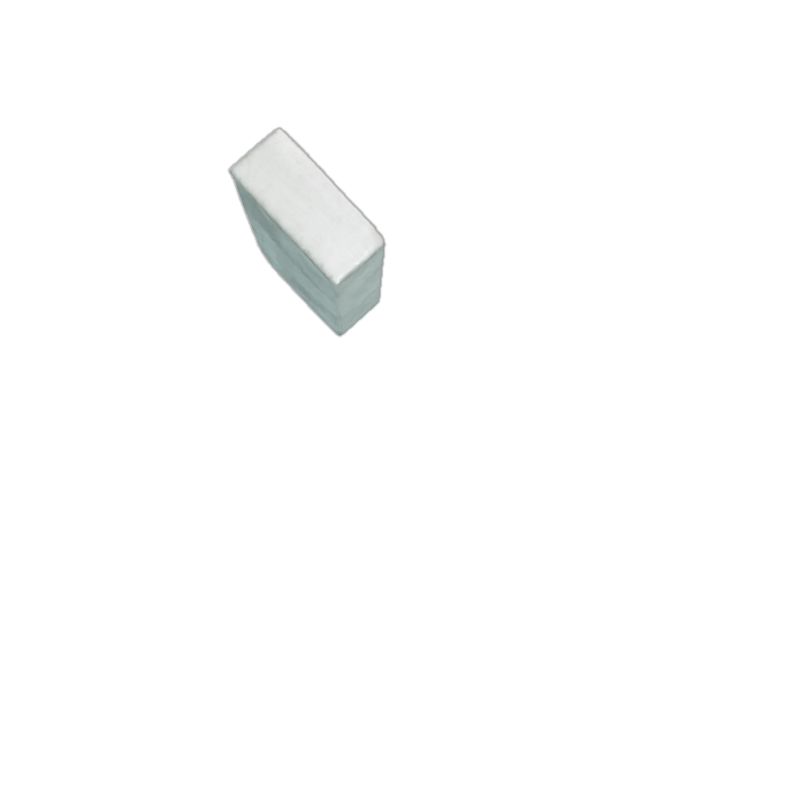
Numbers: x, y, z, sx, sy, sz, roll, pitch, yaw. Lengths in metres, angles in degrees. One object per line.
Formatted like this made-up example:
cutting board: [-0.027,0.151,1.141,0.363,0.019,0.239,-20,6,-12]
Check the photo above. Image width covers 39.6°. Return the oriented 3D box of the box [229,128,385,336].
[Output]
box: [-0.054,-0.100,0.697,0.048,0.095,0.172,-41,-4,-8]
